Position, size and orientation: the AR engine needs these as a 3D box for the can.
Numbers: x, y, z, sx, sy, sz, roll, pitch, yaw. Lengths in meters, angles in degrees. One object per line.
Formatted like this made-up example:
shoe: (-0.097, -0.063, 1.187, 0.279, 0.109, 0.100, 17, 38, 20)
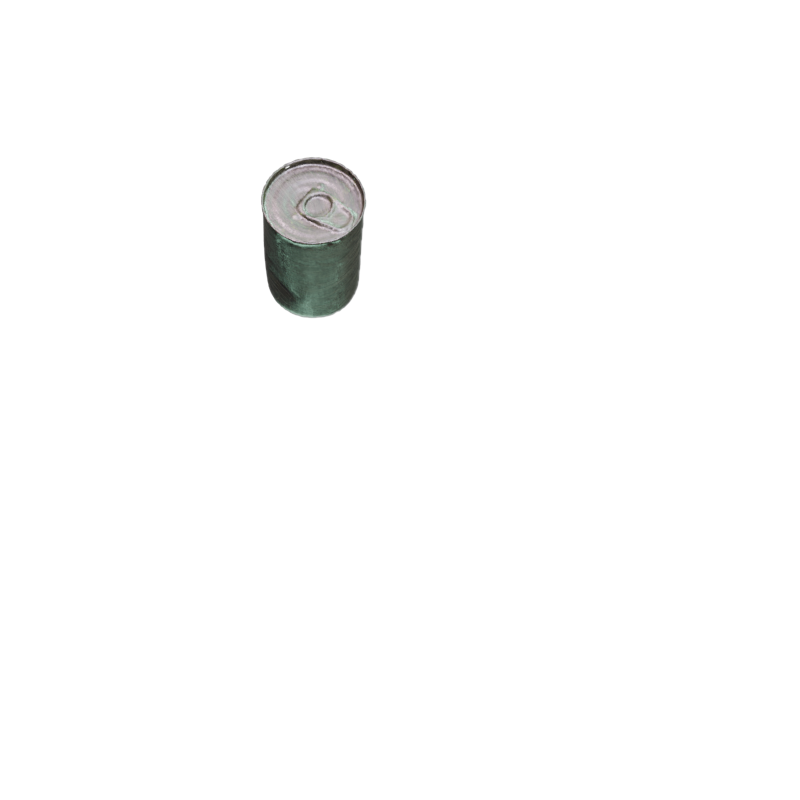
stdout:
can: (-0.059, -0.108, 0.756, 0.068, 0.073, 0.096, 0, -28, -3)
